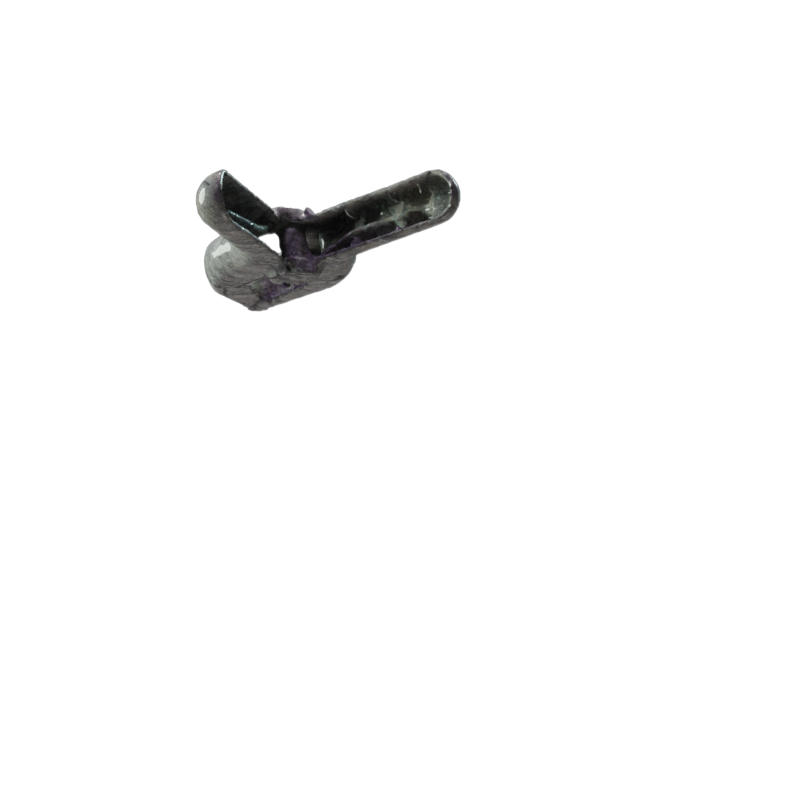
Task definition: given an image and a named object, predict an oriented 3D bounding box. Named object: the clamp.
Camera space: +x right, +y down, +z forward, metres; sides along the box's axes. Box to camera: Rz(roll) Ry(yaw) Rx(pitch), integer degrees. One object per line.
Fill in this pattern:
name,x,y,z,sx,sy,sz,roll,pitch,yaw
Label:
clamp,-0.043,-0.079,0.553,0.119,0.040,0.169,1,-8,-10
